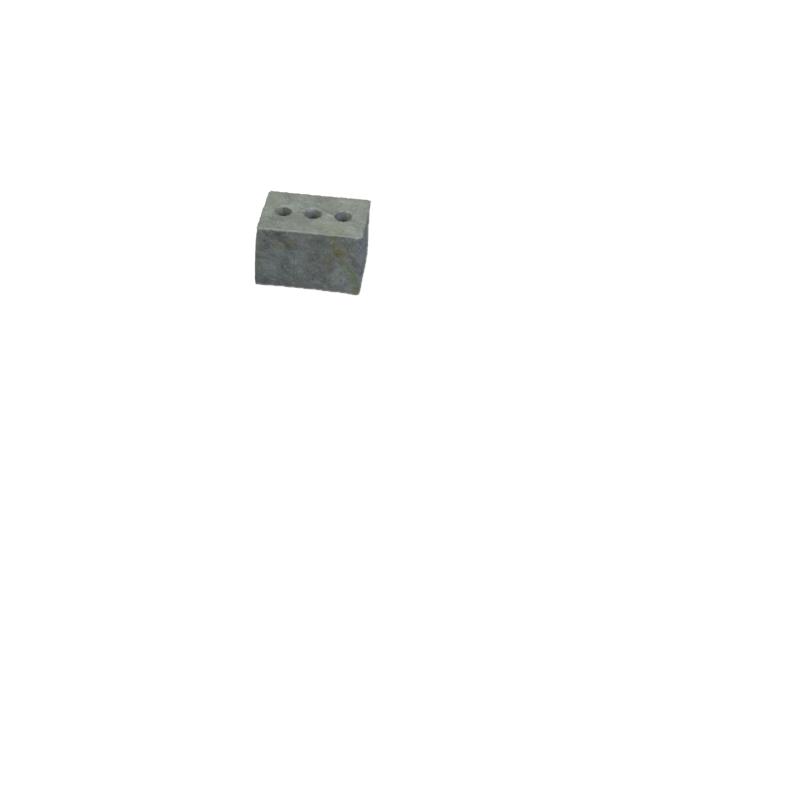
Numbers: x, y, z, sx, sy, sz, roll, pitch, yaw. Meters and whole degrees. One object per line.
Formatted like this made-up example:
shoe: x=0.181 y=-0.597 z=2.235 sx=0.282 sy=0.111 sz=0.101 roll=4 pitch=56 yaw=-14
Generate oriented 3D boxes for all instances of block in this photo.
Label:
block: x=-0.063 y=-0.115 z=0.805 sx=0.079 sy=0.048 sz=0.056 roll=6 pitch=39 yaw=6
